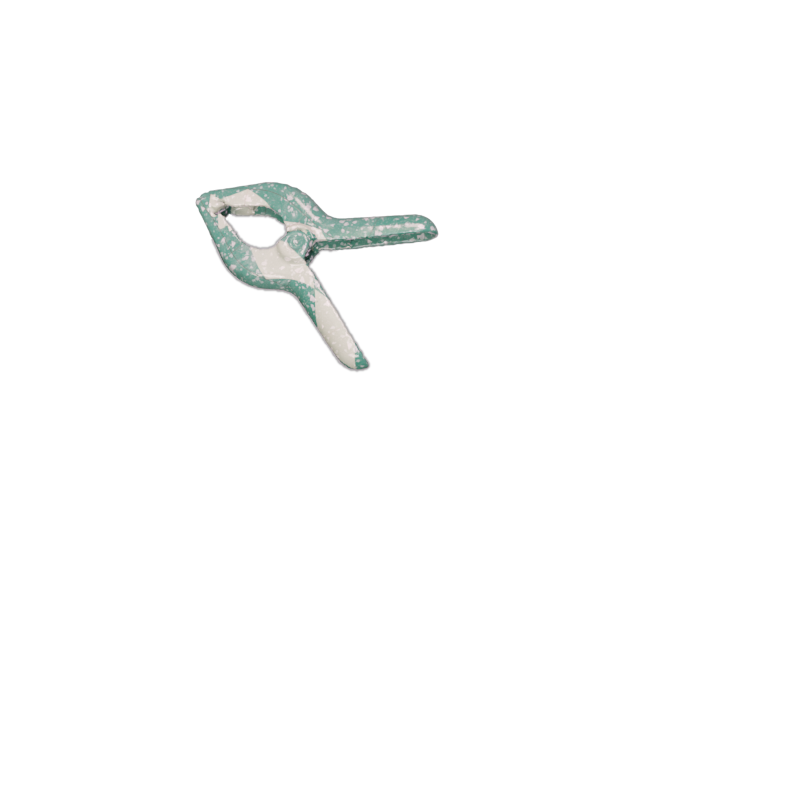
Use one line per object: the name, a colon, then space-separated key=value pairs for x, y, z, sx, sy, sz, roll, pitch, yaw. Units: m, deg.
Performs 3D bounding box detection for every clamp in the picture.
clamp: x=-0.062 y=-0.113 z=0.791 sx=0.177 sy=0.122 sz=0.037 roll=35 pitch=-17 yaw=12
